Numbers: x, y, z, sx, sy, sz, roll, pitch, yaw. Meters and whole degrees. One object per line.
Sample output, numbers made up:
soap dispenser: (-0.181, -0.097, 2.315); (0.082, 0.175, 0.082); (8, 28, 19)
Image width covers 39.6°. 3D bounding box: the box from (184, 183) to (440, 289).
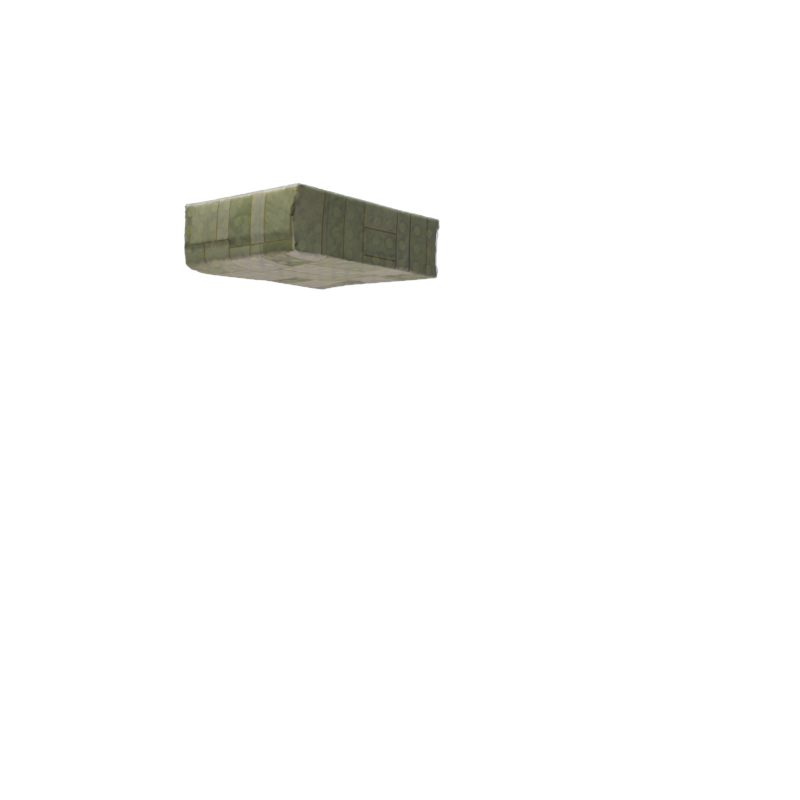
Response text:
box: (-0.047, -0.086, 0.603); (0.093, 0.039, 0.108); (-2, -3, 42)
